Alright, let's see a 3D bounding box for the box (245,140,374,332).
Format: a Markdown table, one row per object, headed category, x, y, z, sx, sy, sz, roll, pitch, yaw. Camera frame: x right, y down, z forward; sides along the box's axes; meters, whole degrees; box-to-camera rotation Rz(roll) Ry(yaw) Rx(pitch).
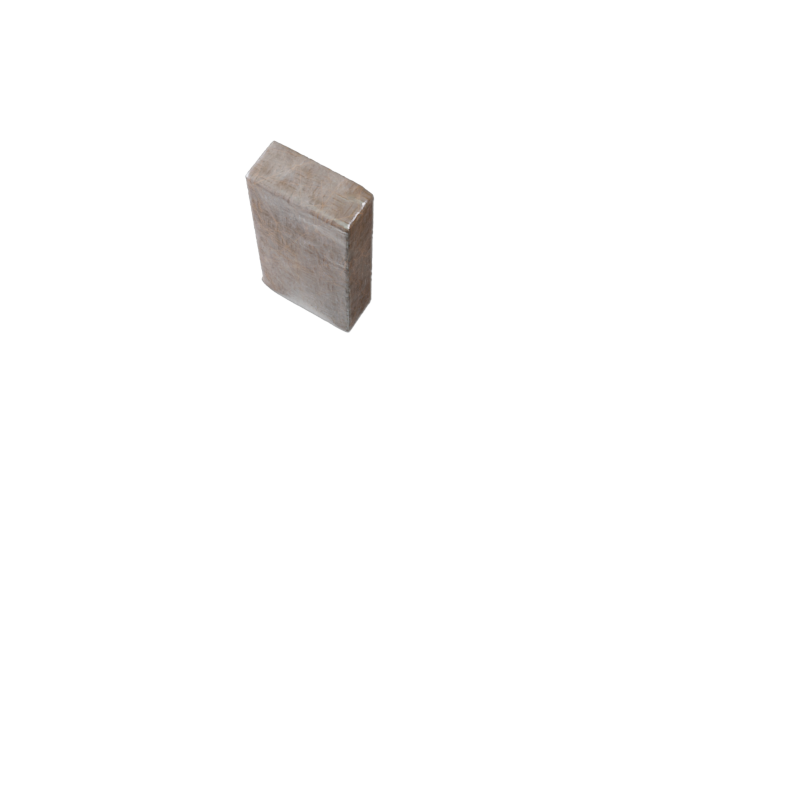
| category | x | y | z | sx | sy | sz | roll | pitch | yaw |
| --- | --- | --- | --- | --- | --- | --- | --- | --- | --- |
| box | -0.069 | -0.127 | 0.886 | 0.096 | 0.049 | 0.166 | 31 | -23 | 11 |
